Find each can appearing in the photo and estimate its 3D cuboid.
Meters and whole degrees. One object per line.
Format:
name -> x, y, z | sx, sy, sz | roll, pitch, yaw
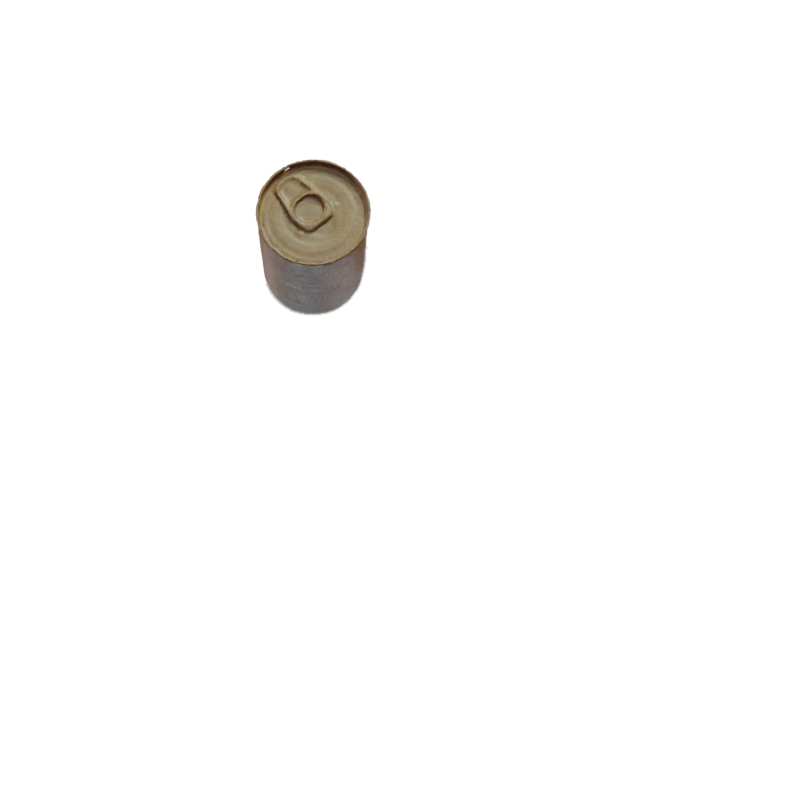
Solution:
can -> -0.055, -0.100, 0.699 | 0.068, 0.072, 0.098 | 0, -16, -3
